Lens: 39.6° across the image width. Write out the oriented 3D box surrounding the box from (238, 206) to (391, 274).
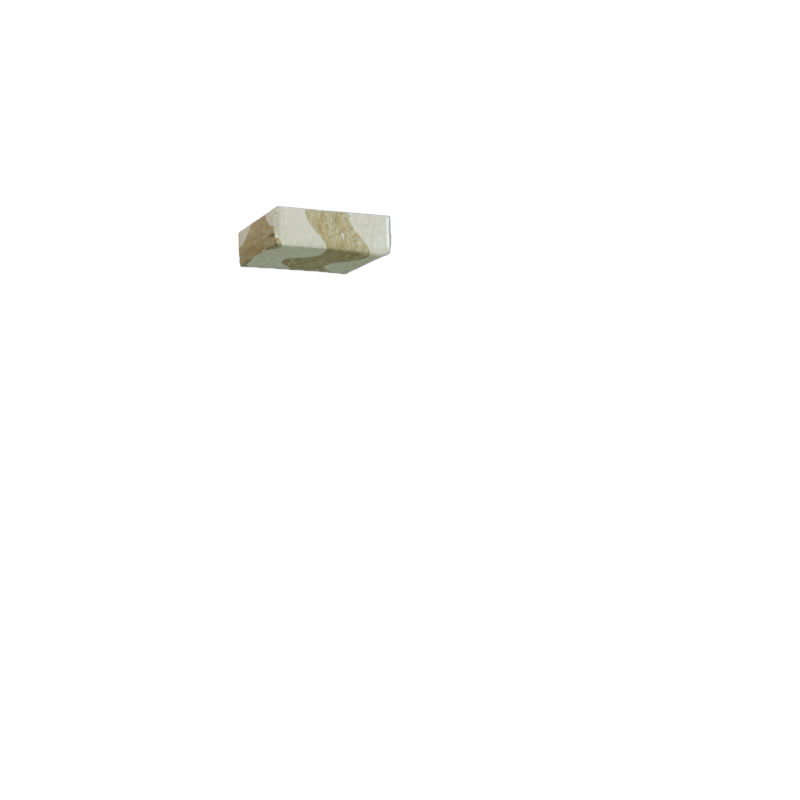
[{"bbox_3d":[-0.077,-0.141,0.988,0.110,0.040,0.091,3,-8,-26],"label":"box"}]
